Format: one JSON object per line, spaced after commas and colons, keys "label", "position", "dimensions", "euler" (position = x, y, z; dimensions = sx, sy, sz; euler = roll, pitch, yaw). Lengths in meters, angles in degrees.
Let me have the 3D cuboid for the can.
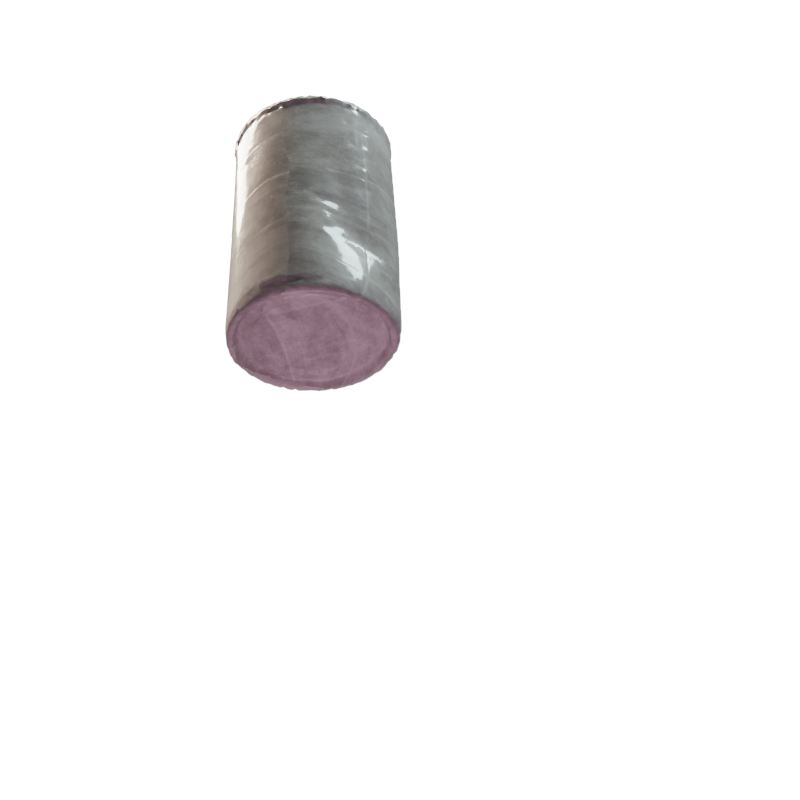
{"label": "can", "position": [-0.035, -0.064, 0.449], "dimensions": [0.068, 0.110, 0.064], "euler": [-1, -37, -3]}
